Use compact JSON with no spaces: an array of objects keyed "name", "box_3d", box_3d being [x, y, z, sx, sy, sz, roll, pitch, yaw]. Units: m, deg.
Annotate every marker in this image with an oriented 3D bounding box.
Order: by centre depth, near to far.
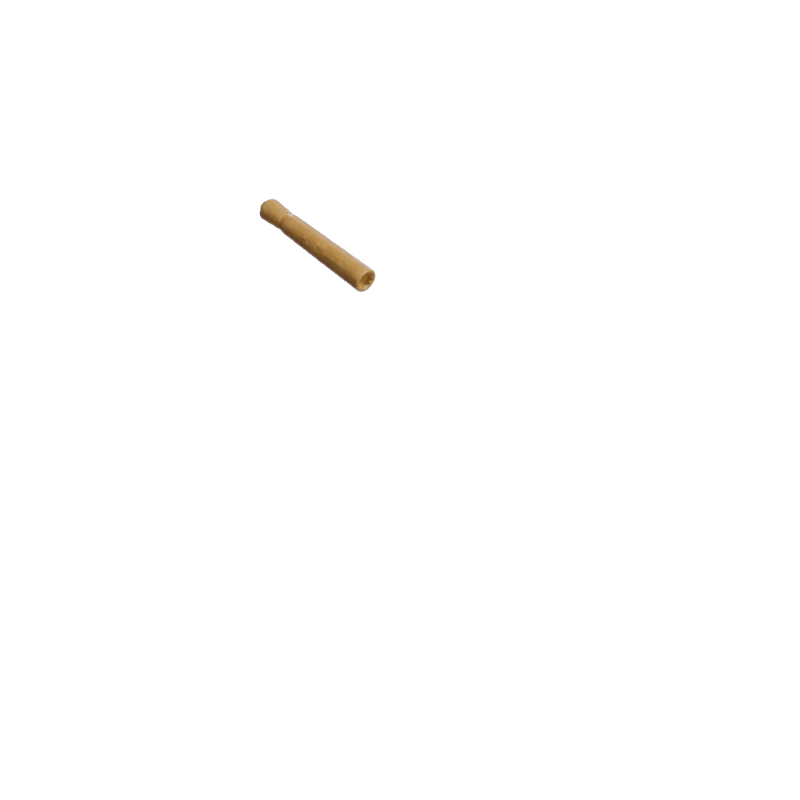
[{"name":"marker","box_3d":[-0.066,-0.120,0.840,0.019,0.019,0.130,-3,34,-47]}]
